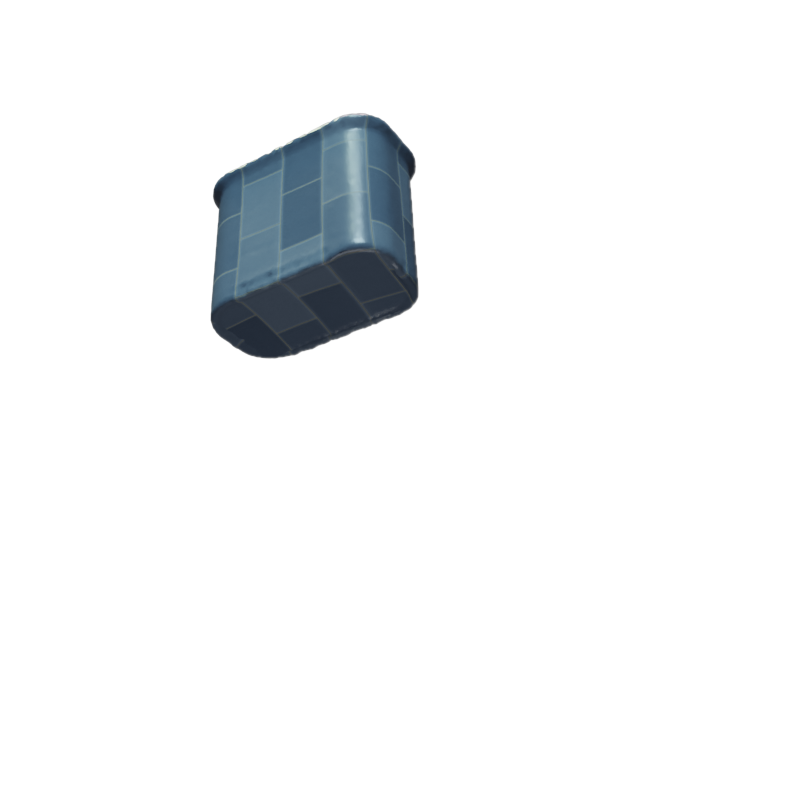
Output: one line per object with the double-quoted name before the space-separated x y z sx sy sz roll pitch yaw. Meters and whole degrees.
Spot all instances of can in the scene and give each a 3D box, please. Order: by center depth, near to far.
"can" -0.041 -0.075 0.528 0.102 0.090 0.053 -21 -42 24
